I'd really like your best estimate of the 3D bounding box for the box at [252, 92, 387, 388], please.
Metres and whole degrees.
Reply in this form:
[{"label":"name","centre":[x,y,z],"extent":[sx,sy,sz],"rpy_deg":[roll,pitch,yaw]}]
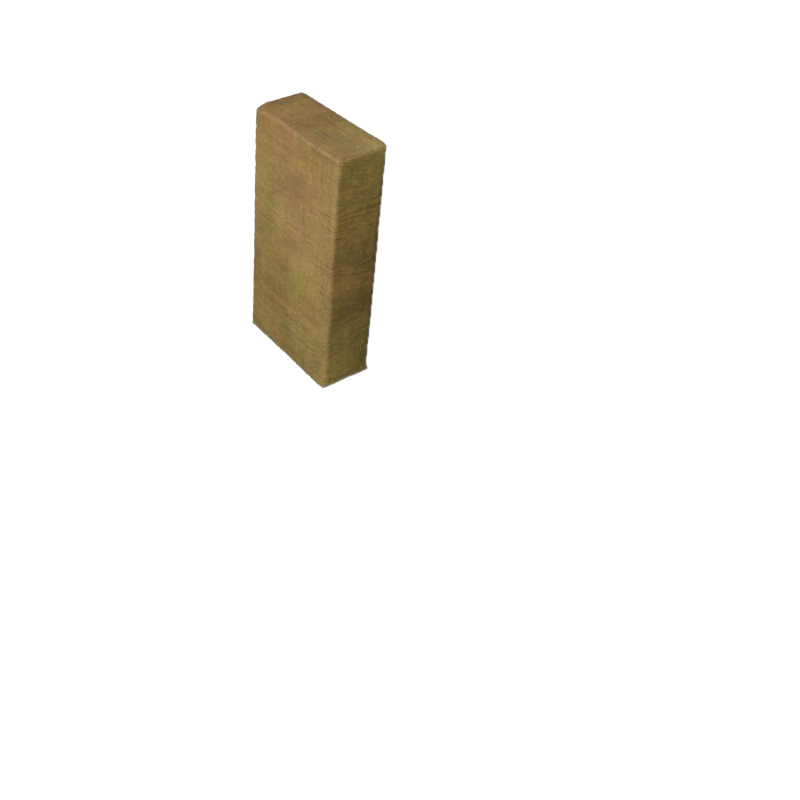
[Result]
[{"label":"box","centre":[-0.058,-0.106,0.739],"extent":[0.048,0.165,0.100],"rpy_deg":[-22,43,-30]}]
